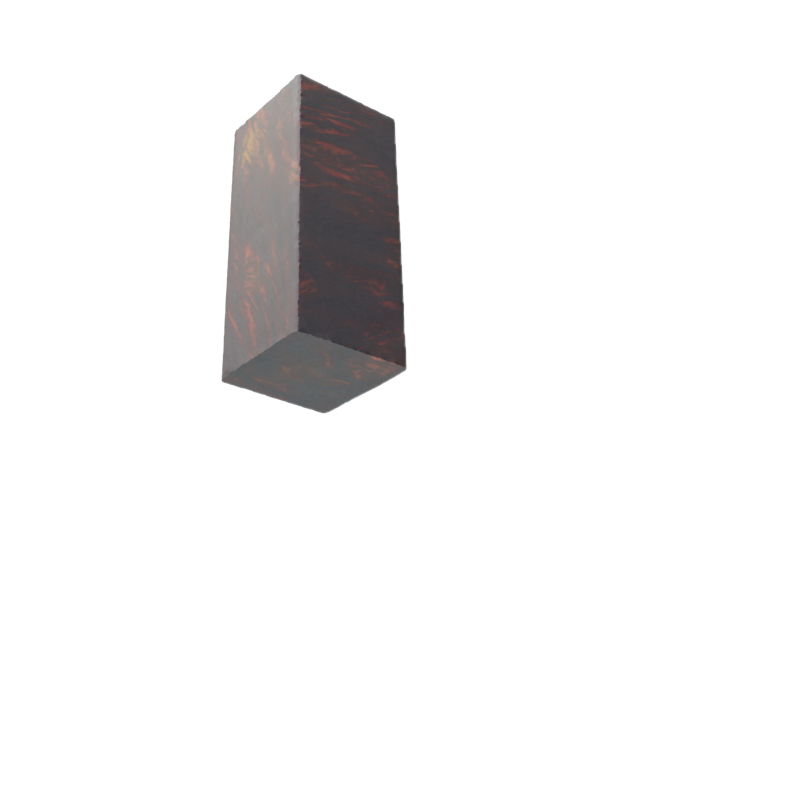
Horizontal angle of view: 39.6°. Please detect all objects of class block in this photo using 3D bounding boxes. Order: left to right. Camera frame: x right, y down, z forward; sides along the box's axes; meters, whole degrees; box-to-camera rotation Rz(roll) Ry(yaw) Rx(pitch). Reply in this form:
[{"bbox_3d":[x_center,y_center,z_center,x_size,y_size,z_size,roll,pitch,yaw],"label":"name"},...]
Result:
[{"bbox_3d":[-0.061,-0.110,0.772,0.086,0.220,0.089,20,-37,-34],"label":"block"}]
